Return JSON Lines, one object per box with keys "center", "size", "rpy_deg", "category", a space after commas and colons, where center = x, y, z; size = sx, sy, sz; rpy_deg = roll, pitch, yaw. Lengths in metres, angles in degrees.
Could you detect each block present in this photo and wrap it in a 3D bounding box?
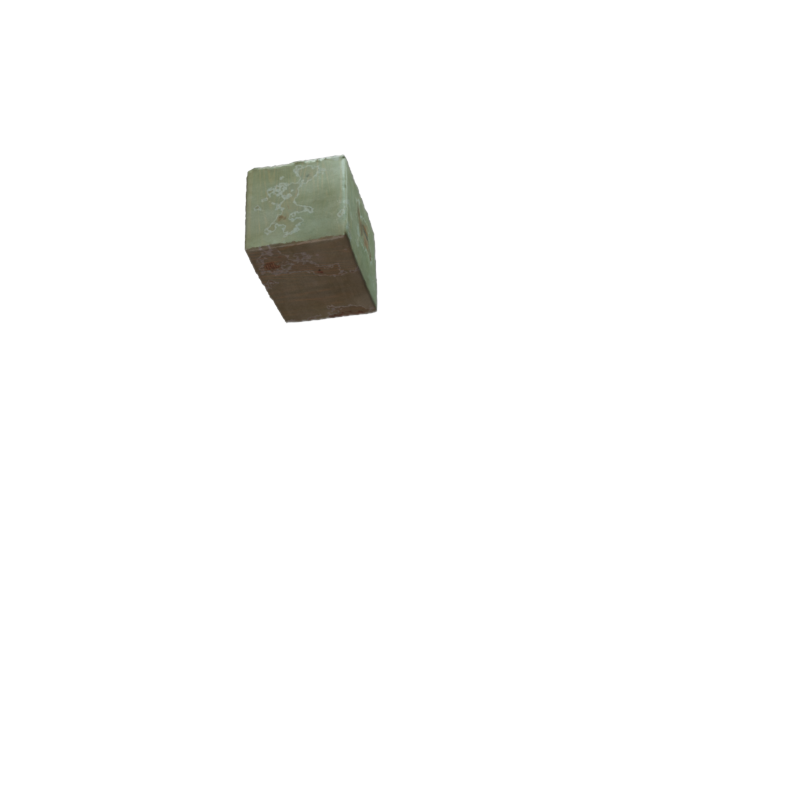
{"center": [-0.045, -0.082, 0.575], "size": [0.053, 0.055, 0.072], "rpy_deg": [-7, -29, 9], "category": "block"}
